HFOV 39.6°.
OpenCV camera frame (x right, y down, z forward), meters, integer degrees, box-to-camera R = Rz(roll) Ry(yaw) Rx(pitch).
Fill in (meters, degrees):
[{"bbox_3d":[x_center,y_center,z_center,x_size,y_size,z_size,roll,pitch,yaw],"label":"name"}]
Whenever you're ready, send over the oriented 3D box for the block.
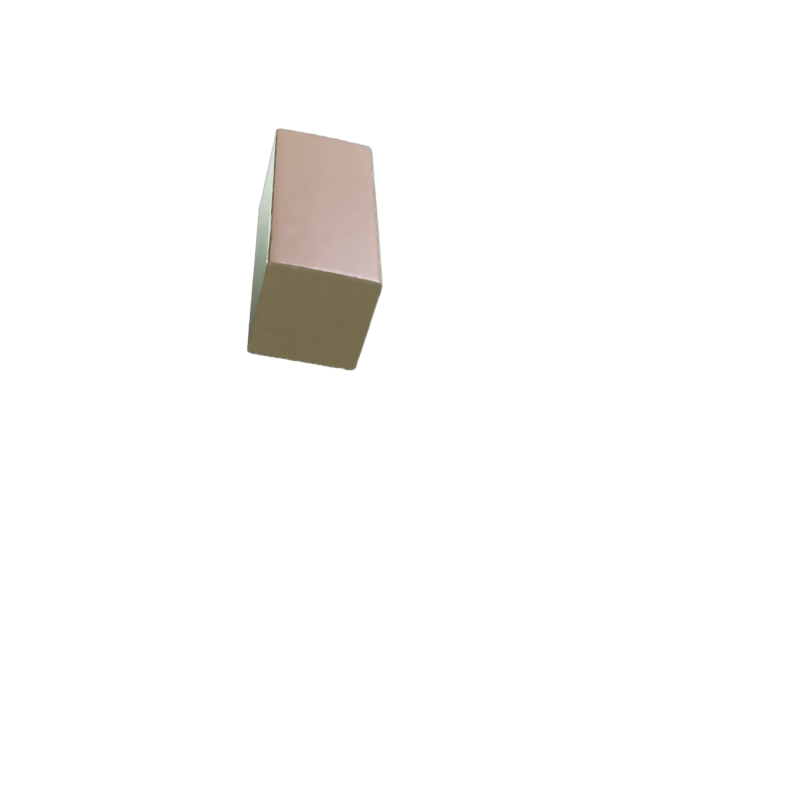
[{"bbox_3d":[-0.071,-0.132,0.922,0.089,0.086,0.221,9,38,-11],"label":"block"}]
